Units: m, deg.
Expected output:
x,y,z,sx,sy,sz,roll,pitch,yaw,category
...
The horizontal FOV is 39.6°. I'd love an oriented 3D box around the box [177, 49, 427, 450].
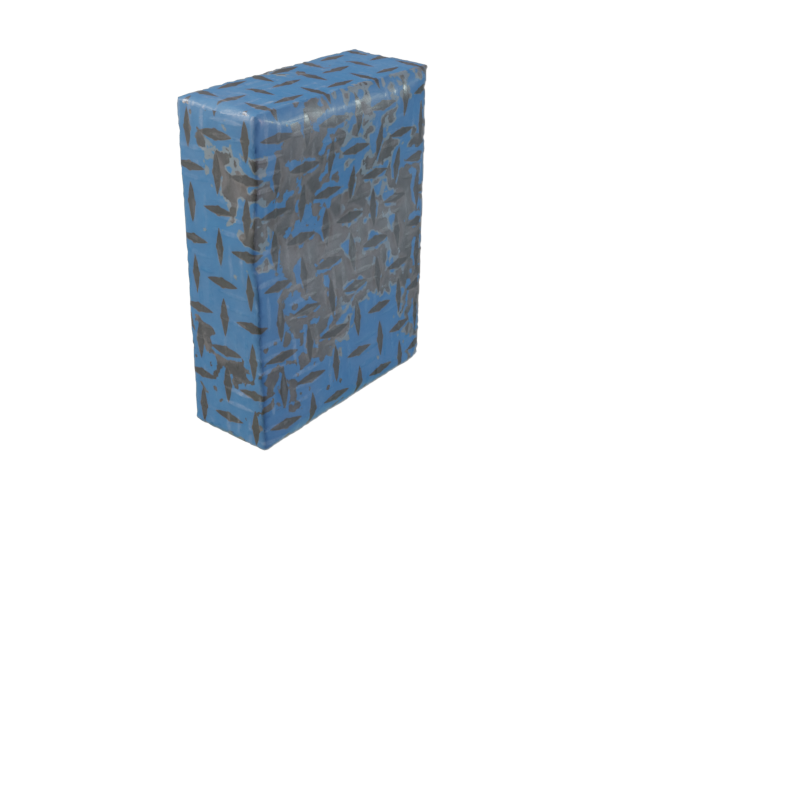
x,y,z,sx,sy,sz,roll,pitch,yaw,category
-0.055,-0.101,0.706,0.076,0.203,0.164,19,31,33,box
